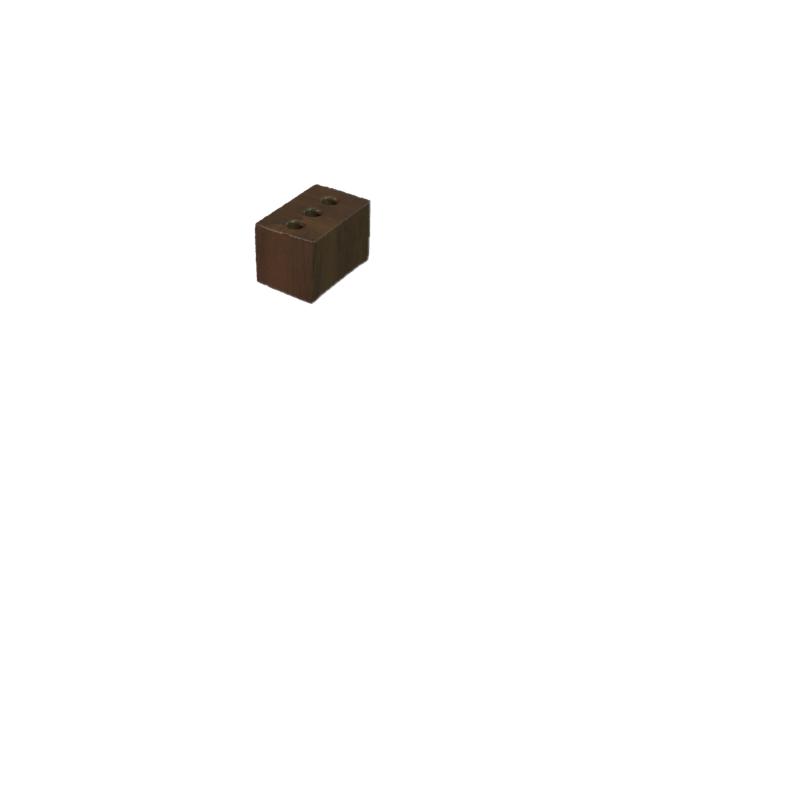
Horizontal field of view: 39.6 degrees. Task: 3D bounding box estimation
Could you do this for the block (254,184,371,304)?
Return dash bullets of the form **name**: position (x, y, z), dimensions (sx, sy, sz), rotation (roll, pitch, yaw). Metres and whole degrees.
- **block**: position (-0.064, -0.116, 0.814), dimensions (0.055, 0.048, 0.079), rotation (20, 39, 25)
